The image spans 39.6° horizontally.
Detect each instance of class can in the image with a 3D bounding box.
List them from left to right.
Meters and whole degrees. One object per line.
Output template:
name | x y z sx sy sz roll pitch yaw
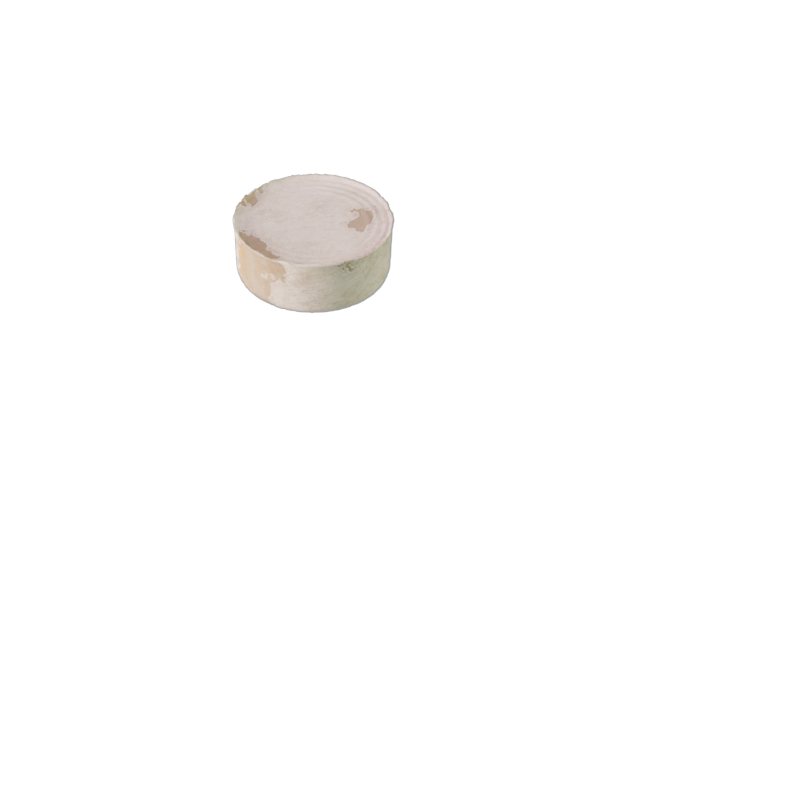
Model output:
can | -0.047 -0.085 0.599 0.086 0.031 0.092 -1 41 -2
